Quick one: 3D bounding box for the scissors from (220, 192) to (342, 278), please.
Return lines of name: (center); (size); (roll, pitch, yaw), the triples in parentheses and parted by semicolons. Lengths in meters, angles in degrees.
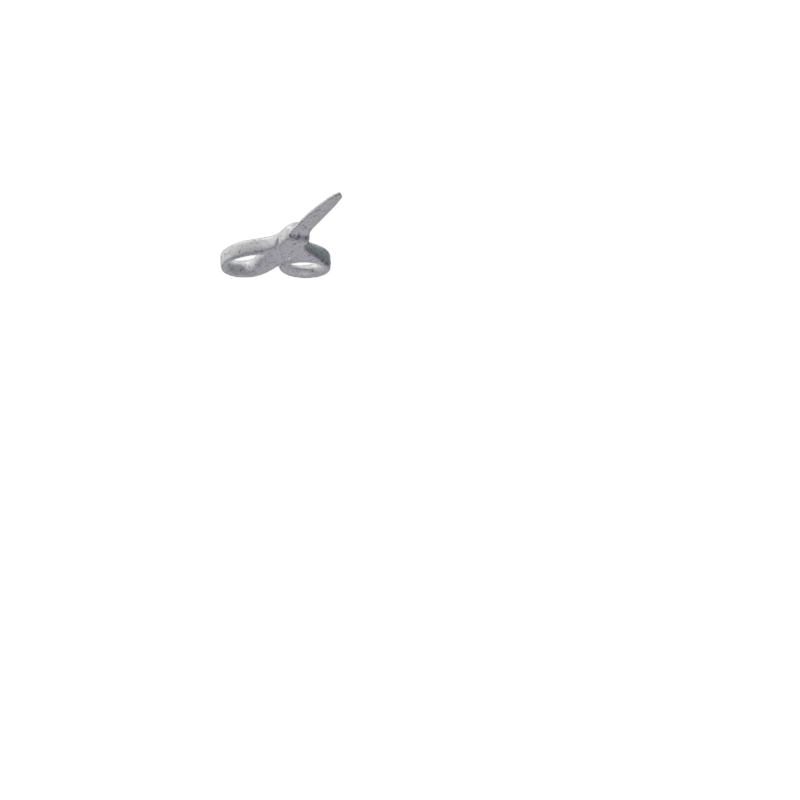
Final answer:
scissors: (-0.065, -0.119, 0.831); (0.092, 0.016, 0.205); (6, -11, -35)
